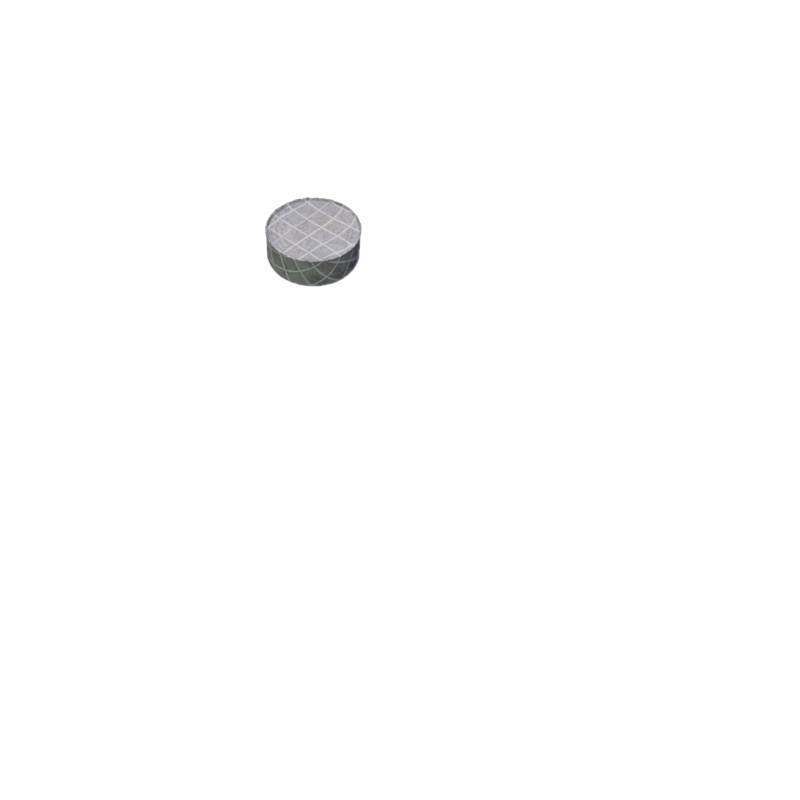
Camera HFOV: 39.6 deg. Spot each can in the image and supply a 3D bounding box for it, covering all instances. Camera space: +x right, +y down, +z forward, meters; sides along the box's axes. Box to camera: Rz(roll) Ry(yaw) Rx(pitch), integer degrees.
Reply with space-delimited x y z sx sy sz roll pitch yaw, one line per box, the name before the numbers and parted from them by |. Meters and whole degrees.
can | -0.078 -0.142 0.995 0.086 0.092 0.031 -1 -43 -1
